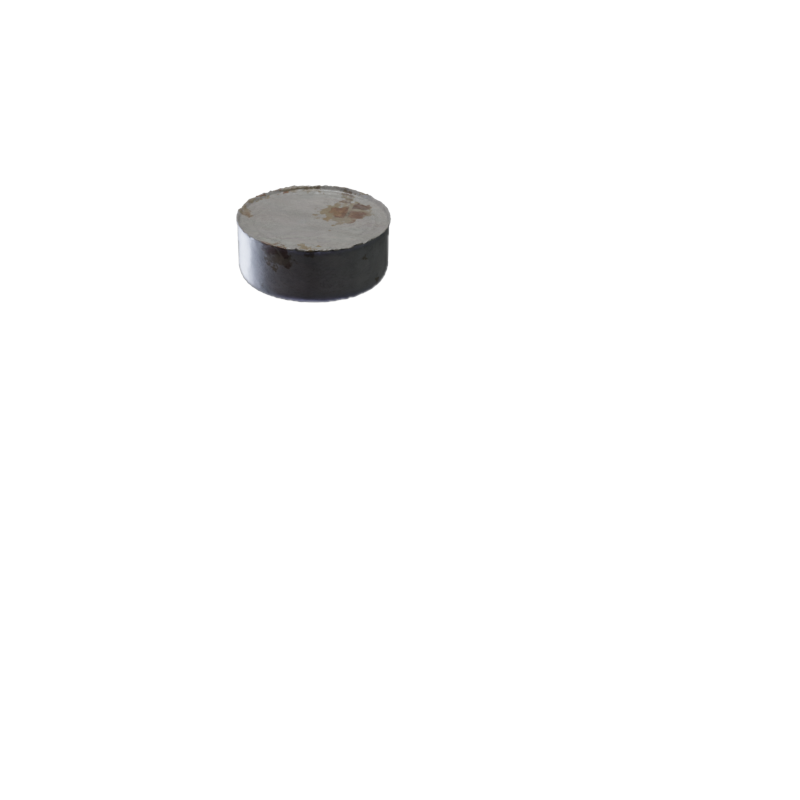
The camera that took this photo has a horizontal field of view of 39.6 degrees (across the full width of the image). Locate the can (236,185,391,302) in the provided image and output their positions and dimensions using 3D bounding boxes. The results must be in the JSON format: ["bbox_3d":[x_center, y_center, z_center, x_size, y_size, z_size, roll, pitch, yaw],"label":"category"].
[{"bbox_3d":[-0.049,-0.089,0.621,0.086,0.032,0.091,-1,32,-2],"label":"can"}]
